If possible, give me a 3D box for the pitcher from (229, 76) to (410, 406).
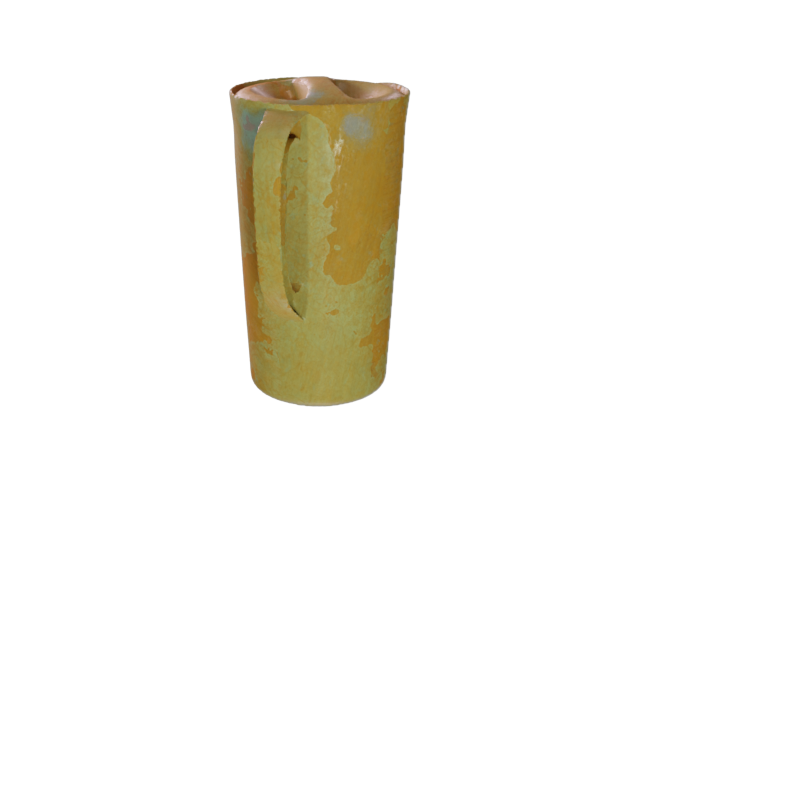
[{"bbox_3d":[-0.066,-0.120,0.841,0.146,0.233,0.154,-9,21,-27],"label":"pitcher"}]
